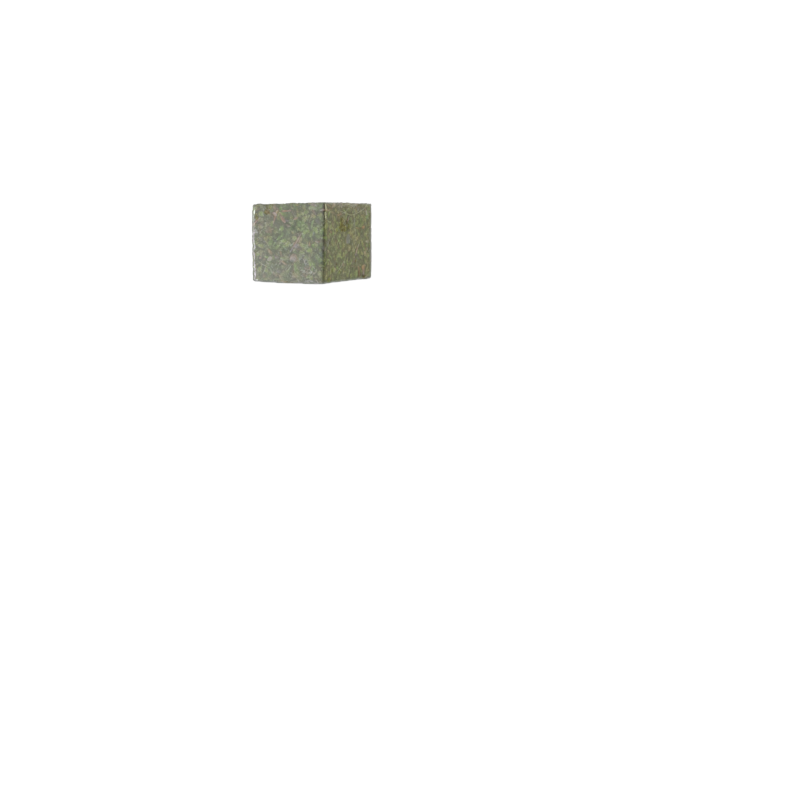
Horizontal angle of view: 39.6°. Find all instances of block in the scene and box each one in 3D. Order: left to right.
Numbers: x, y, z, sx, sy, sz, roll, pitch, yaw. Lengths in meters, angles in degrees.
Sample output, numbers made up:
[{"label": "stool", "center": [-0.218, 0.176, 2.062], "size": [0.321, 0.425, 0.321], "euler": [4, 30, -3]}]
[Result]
[{"label": "block", "center": [-0.057, -0.104, 0.729], "size": [0.054, 0.051, 0.076], "euler": [2, 7, 22]}]
